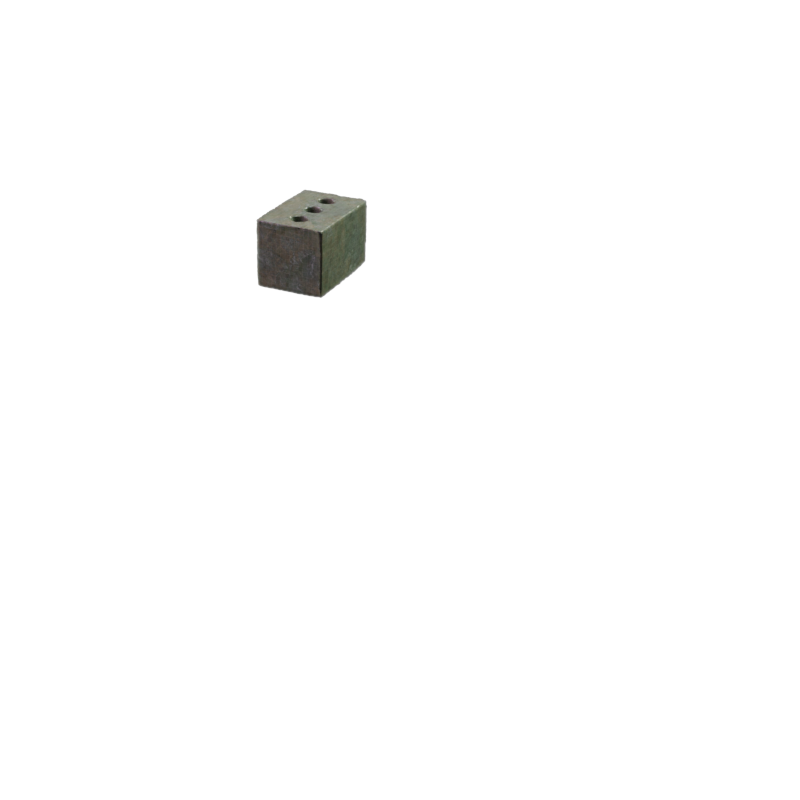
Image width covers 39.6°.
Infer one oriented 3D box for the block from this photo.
[{"bbox_3d":[-0.063,-0.114,0.801,0.055,0.049,0.079,11,28,20],"label":"block"}]
